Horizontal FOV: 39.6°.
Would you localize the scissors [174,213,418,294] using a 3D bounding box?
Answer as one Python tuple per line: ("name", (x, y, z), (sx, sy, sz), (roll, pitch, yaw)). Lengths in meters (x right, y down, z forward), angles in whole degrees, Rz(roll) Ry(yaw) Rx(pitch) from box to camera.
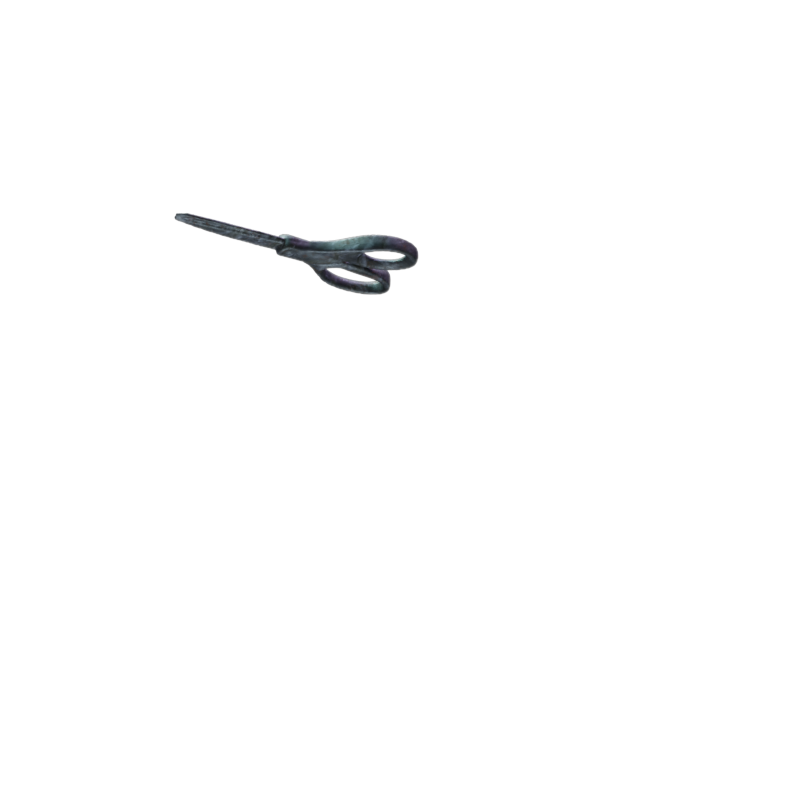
("scissors", (-0.067, -0.123, 0.860), (0.097, 0.017, 0.189), (-18, -27, 39))
